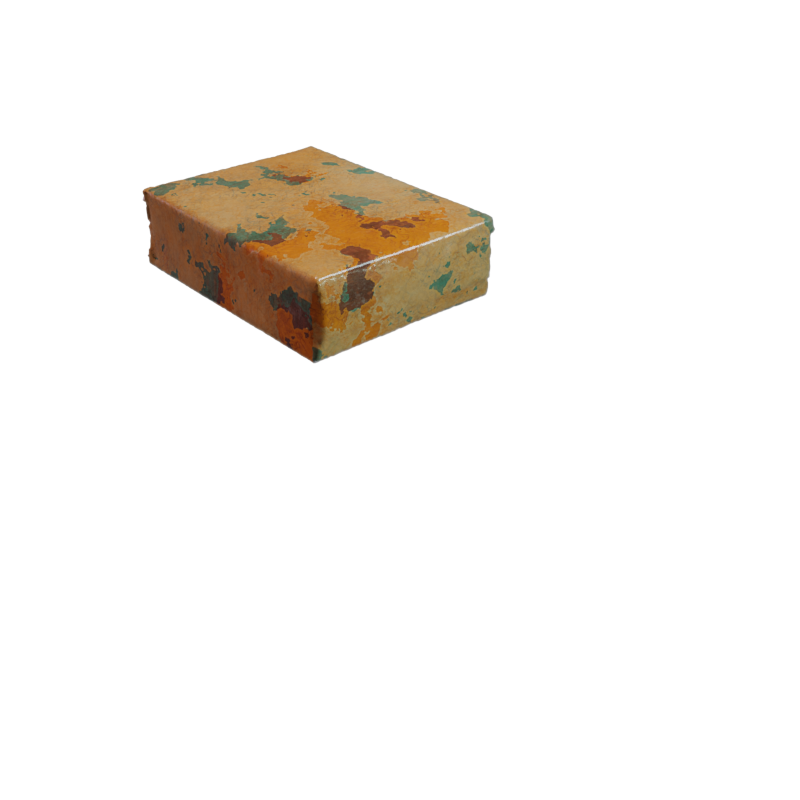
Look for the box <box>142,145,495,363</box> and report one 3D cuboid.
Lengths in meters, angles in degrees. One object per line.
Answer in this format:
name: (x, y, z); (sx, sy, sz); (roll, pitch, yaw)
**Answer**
box: (-0.034, -0.063, 0.439); (0.089, 0.037, 0.121); (-22, 35, -36)
